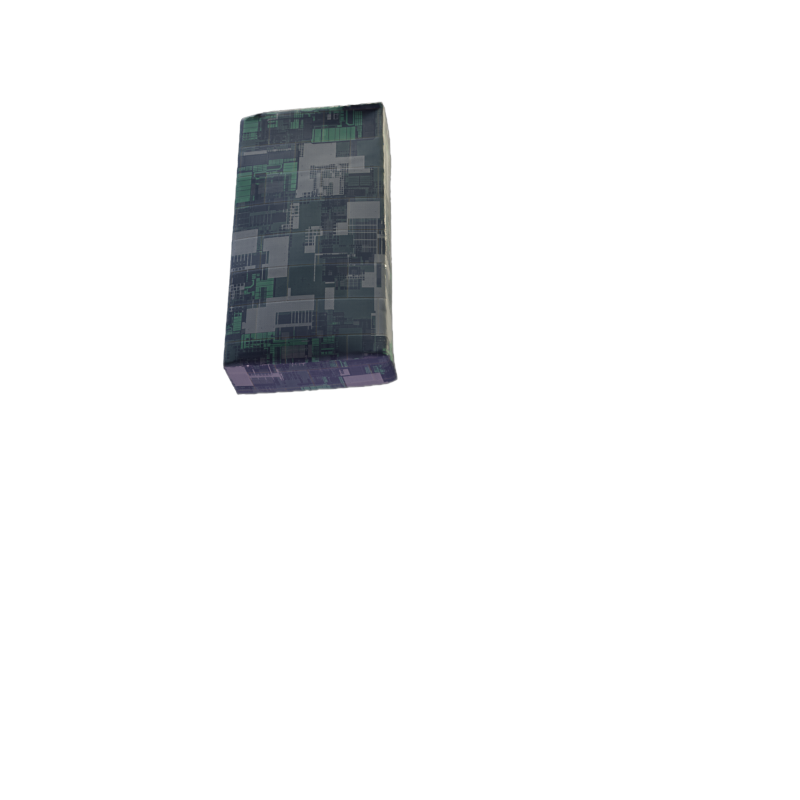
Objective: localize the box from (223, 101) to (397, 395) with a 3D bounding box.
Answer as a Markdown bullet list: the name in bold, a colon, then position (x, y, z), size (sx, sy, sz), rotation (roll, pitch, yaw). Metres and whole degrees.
- **box**: position (-0.051, -0.093, 0.653), size (0.094, 0.187, 0.045), rotation (-5, -28, 6)
